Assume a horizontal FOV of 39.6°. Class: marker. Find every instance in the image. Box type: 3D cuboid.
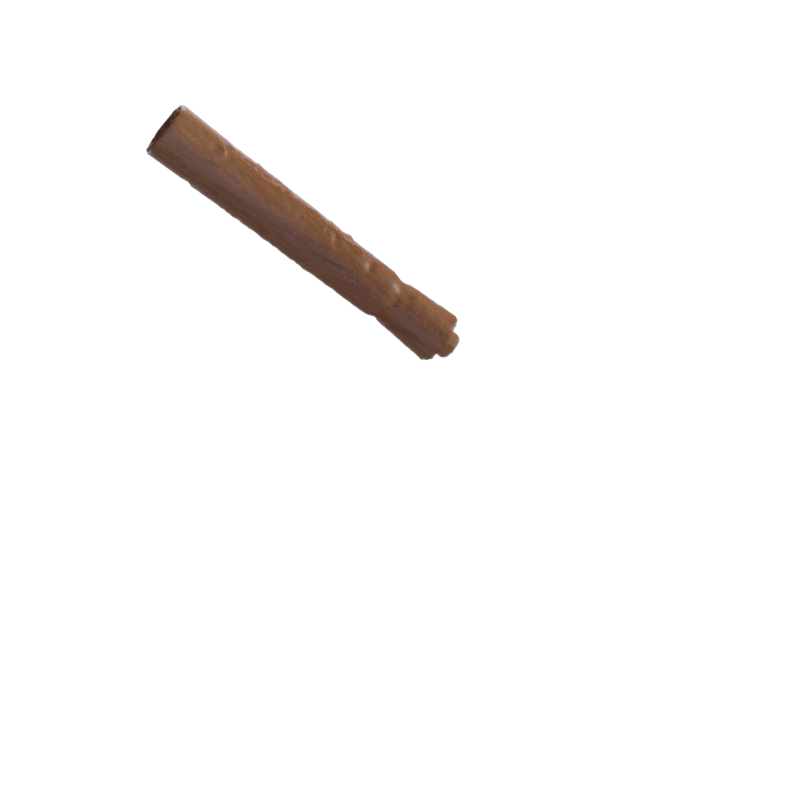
[{"bbox_3d":[-0.028,-0.051,0.359,0.116,0.020,0.020,36,-9,-16],"label":"marker"}]
